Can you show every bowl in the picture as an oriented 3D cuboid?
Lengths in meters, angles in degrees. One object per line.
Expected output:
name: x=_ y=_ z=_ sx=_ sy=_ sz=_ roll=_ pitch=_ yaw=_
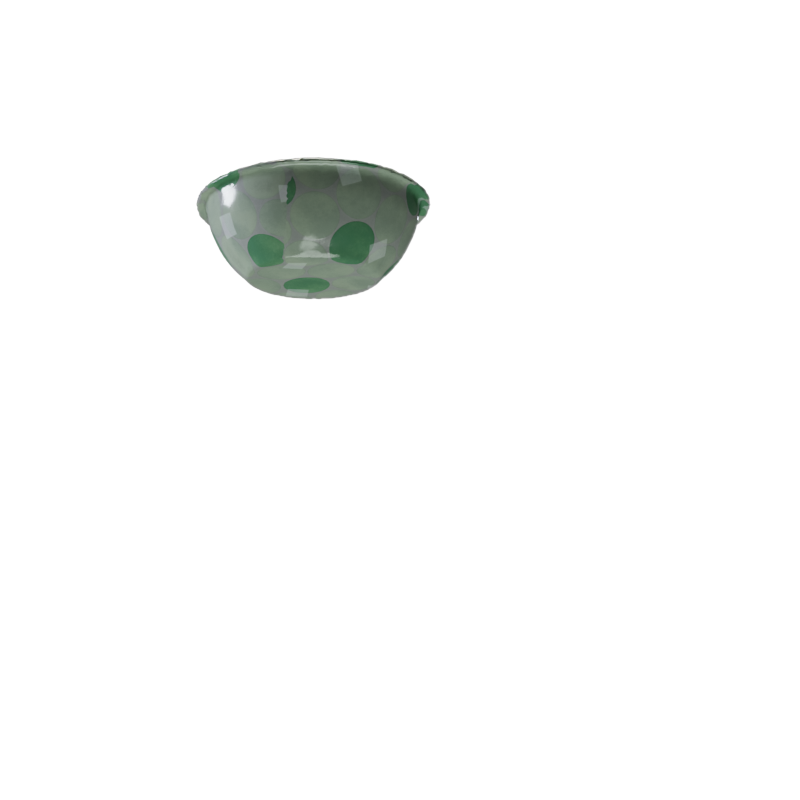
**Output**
bowl: x=-0.060 y=-0.109 z=0.761 sx=0.162 sy=0.057 sz=0.156 roll=0 pitch=-14 yaw=-2
